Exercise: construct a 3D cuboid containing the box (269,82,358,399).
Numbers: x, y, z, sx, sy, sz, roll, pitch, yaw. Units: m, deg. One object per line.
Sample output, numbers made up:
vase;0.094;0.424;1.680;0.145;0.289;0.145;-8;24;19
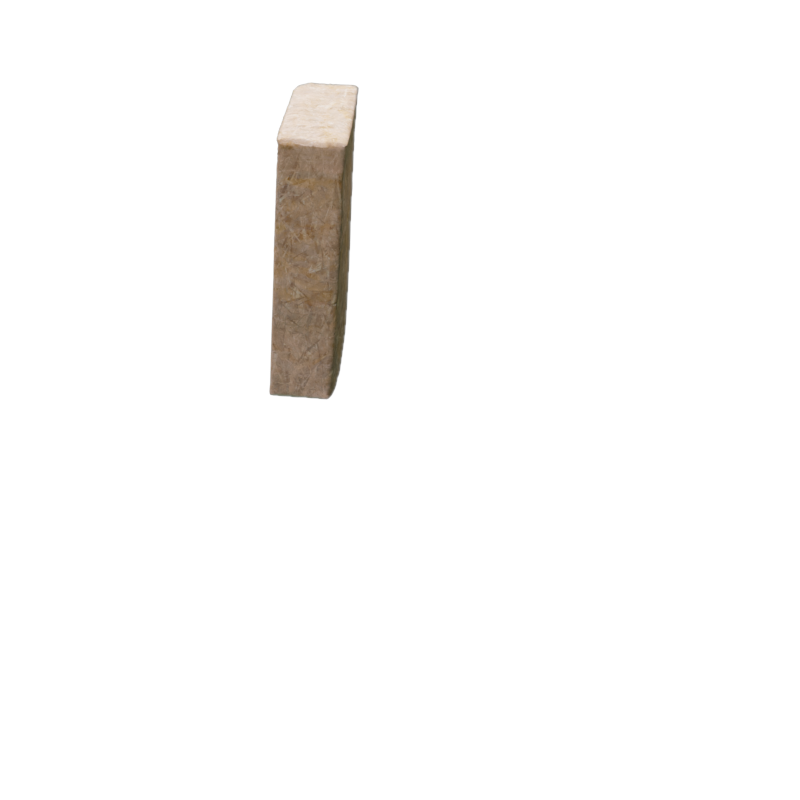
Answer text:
box;-0.054;-0.098;0.684;0.048;0.166;0.099;3;31;1
